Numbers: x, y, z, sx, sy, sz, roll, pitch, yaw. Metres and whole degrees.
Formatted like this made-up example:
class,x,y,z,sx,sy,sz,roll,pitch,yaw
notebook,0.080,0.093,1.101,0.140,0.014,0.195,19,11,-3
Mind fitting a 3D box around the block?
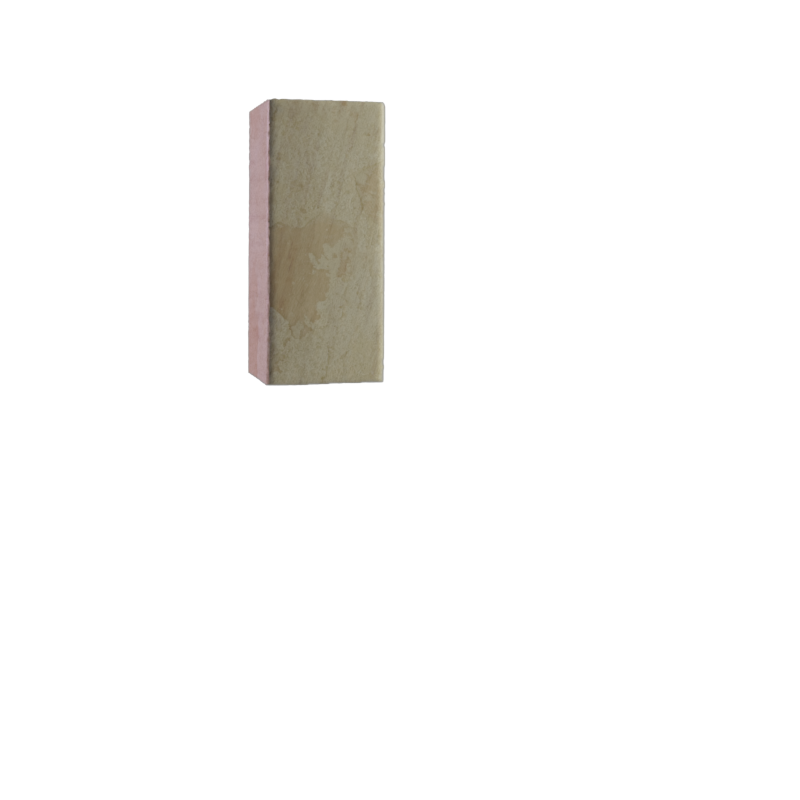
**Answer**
class,x,y,z,sx,sy,sz,roll,pitch,yaw
block,-0.065,-0.120,0.842,0.088,0.206,0.093,0,1,-16
